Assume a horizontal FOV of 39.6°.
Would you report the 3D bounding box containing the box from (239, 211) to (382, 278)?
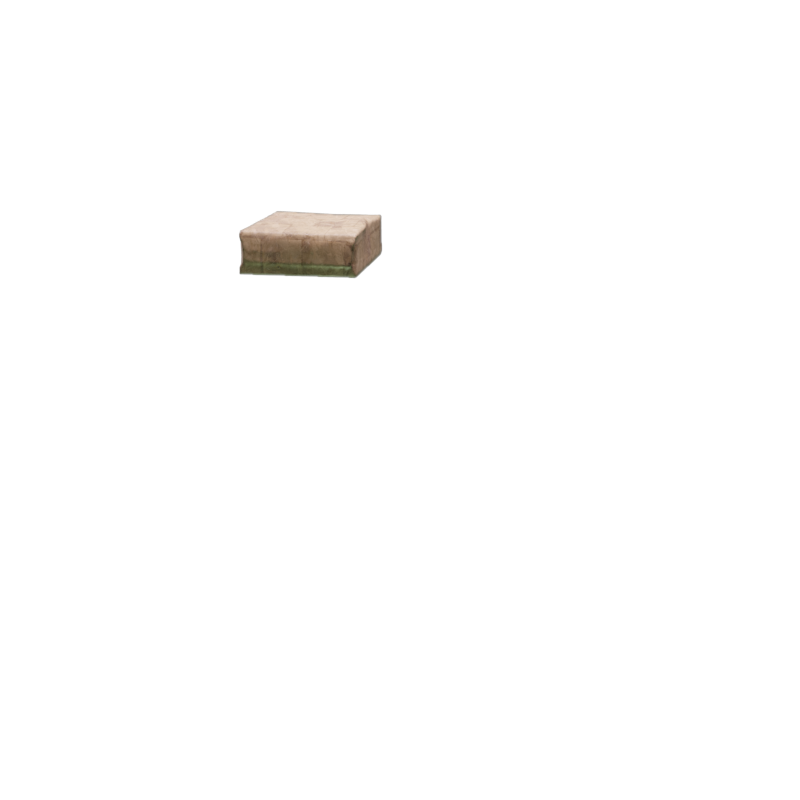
[{"bbox_3d":[-0.055,-0.100,0.699,0.074,0.029,0.090,3,17,11],"label":"box"}]
